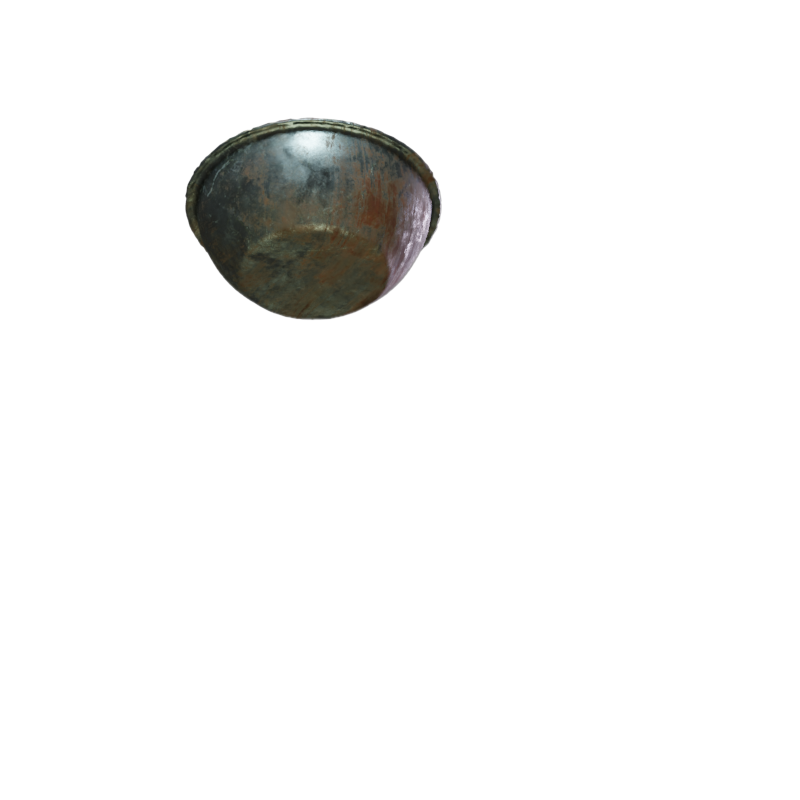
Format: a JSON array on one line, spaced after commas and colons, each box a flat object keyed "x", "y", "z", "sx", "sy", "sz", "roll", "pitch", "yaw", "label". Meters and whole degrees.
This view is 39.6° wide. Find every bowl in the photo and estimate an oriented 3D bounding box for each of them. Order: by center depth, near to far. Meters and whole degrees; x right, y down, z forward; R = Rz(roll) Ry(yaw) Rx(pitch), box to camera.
[{"x": -0.053, "y": -0.097, "z": 0.682, "sx": 0.162, "sy": 0.059, "sz": 0.151, "roll": 1, "pitch": -35, "yaw": -2, "label": "bowl"}]
